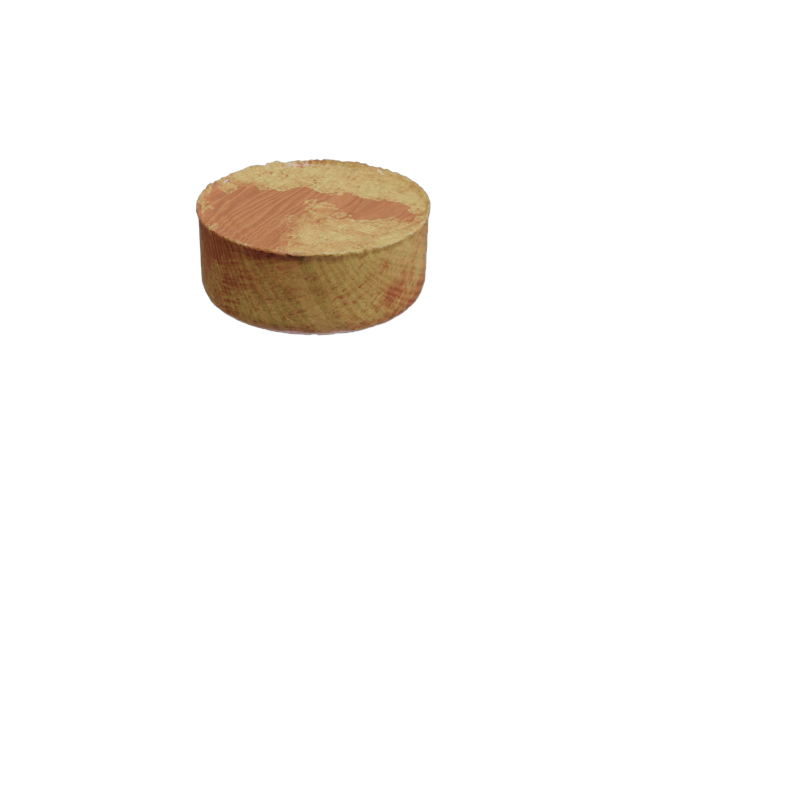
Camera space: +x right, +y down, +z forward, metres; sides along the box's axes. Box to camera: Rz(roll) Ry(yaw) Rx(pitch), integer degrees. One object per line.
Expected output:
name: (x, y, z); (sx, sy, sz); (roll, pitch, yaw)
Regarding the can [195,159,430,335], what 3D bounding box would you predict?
can: (-0.032, -0.059, 0.412); (0.086, 0.032, 0.091); (-1, 31, -2)
